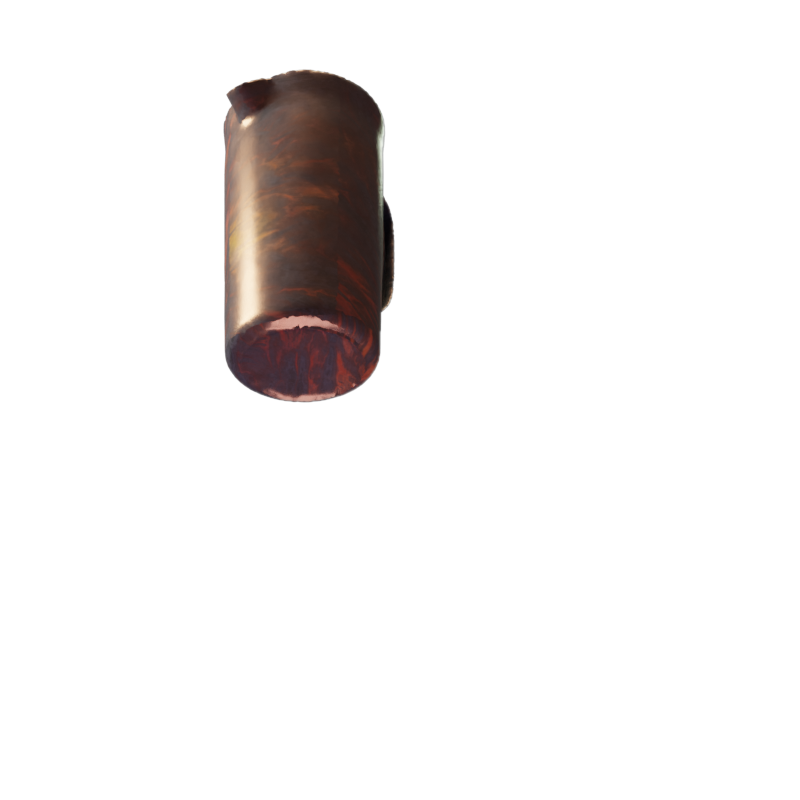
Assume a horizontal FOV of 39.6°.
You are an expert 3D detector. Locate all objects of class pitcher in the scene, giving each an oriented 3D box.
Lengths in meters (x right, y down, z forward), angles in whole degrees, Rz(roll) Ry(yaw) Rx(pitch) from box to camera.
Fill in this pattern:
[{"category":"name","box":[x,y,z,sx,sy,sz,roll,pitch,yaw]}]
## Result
[{"category":"pitcher","box":[-0.066,-0.121,0.844,0.148,0.261,0.136,3,-38,-7]}]
